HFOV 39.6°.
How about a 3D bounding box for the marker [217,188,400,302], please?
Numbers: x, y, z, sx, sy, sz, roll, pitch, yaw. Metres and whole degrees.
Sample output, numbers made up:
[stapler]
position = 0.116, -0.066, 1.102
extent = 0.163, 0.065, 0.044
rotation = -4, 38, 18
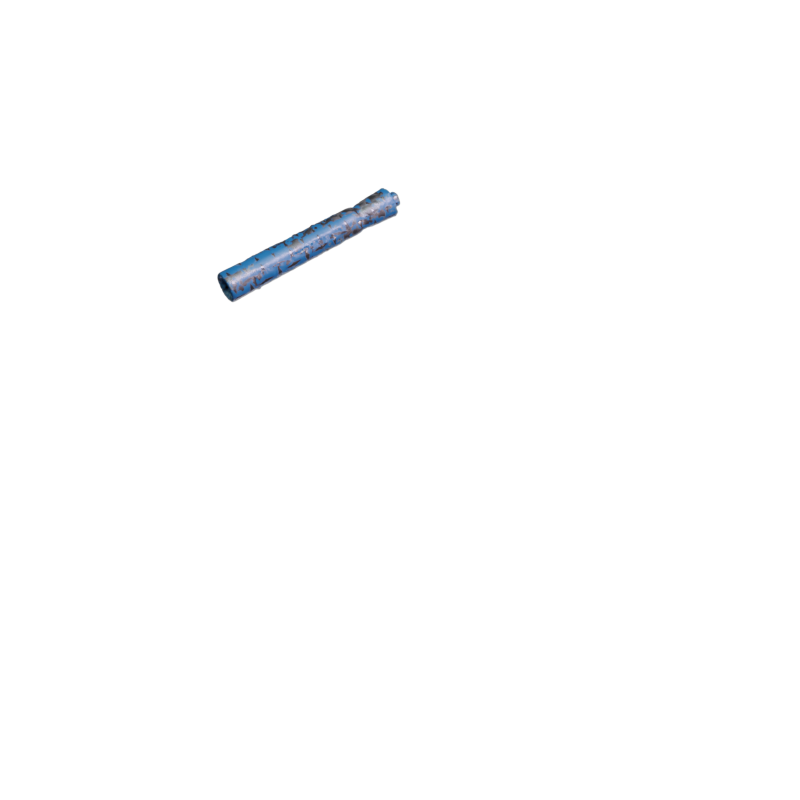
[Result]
[marker]
position = -0.051, -0.093, 0.652
extent = 0.121, 0.019, 0.020
rotation = -31, 16, -20
